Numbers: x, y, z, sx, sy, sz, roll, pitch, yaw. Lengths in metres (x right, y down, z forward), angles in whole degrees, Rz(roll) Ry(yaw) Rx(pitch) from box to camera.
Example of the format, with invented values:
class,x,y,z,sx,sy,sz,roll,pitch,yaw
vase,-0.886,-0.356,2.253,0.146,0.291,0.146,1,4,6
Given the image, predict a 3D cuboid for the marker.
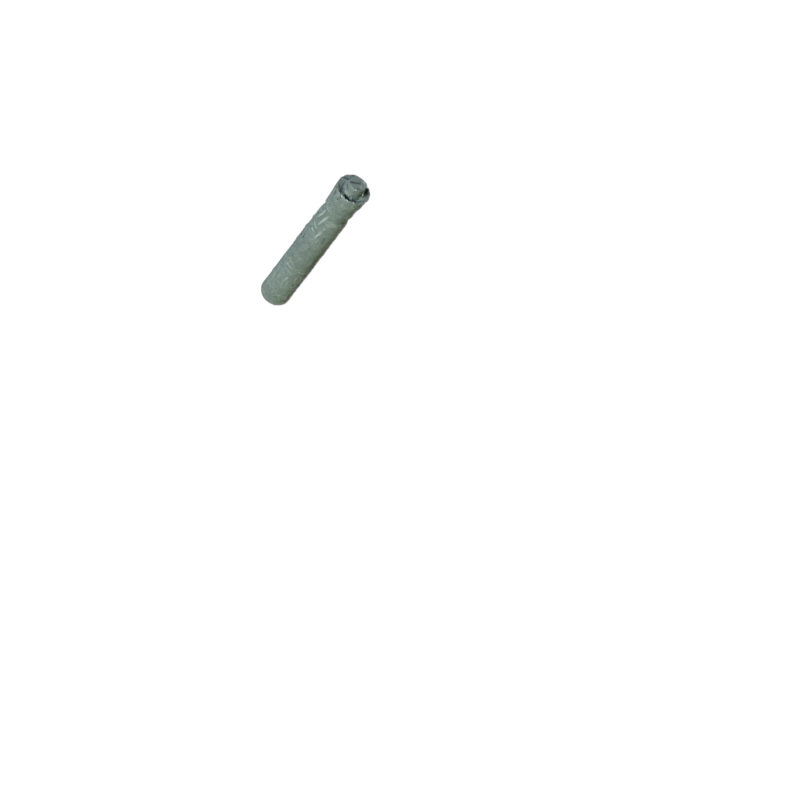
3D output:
class,x,y,z,sx,sy,sz,roll,pitch,yaw
marker,-0.048,-0.087,0.611,0.019,0.021,0.118,-1,-23,-29
